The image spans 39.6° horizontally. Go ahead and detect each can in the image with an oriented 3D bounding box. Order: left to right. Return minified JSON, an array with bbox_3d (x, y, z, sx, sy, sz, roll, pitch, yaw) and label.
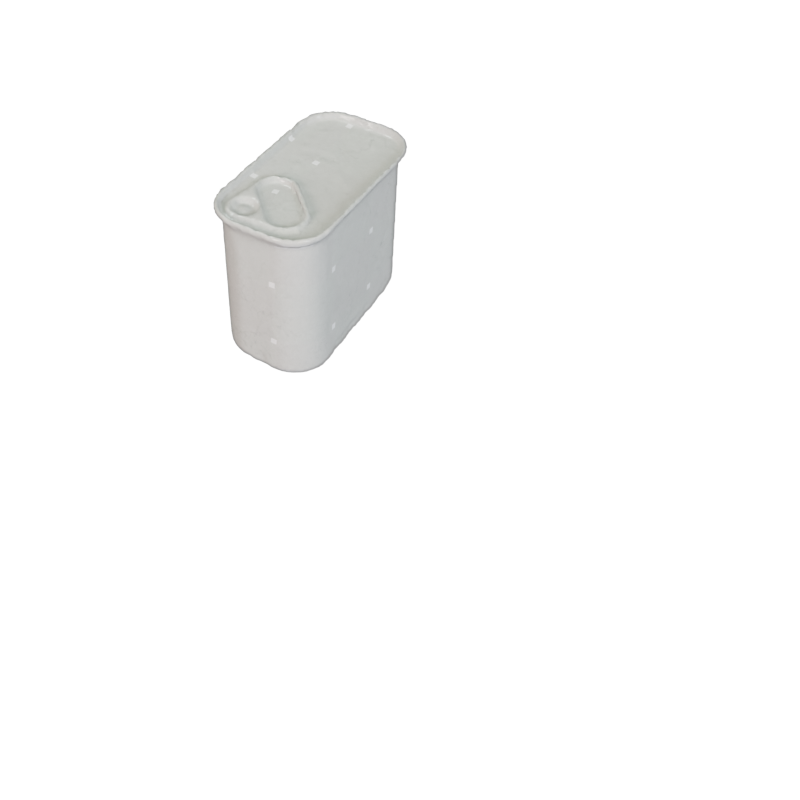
[{"bbox_3d":[-0.042,-0.076,0.532,0.060,0.078,0.105,22,47,19],"label":"can"}]
